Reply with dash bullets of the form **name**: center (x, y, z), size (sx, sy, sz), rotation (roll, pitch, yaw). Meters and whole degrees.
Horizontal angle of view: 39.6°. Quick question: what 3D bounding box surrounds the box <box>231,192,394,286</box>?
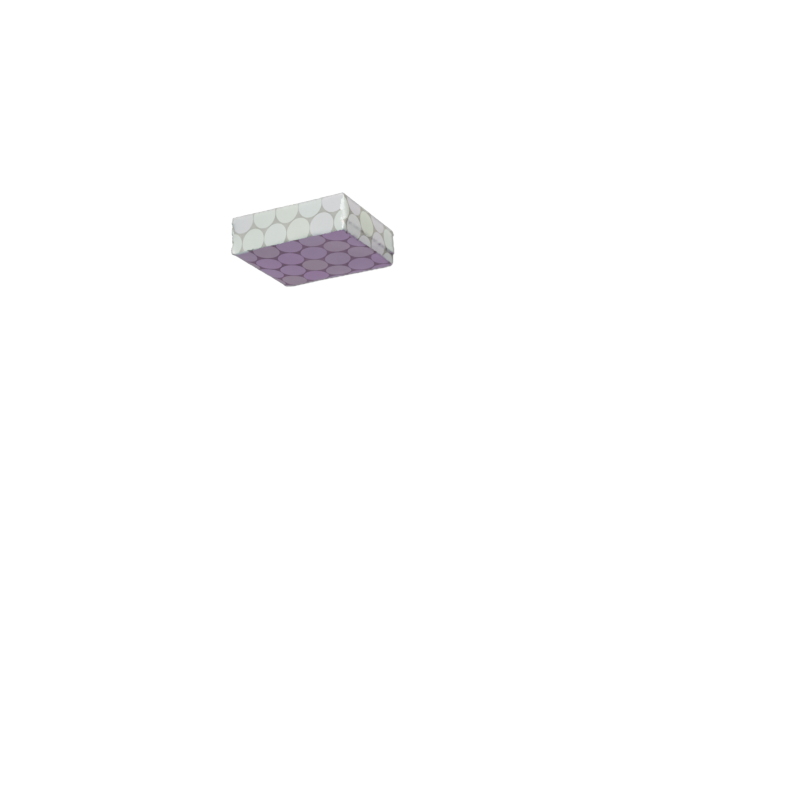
- **box**: center (-0.074, -0.135, 0.949), size (0.116, 0.041, 0.084), rotation (-10, -21, 27)
